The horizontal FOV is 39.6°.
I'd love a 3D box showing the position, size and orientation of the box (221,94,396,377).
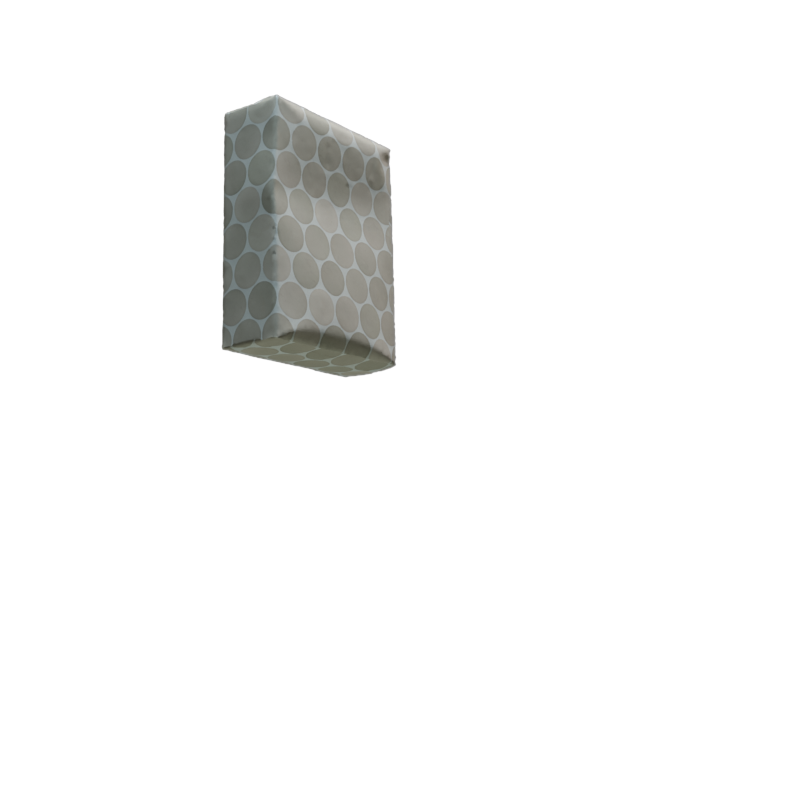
[{"bbox_3d":[-0.076,-0.139,0.971,0.073,0.222,0.155,-14,-20,37],"label":"box"}]
